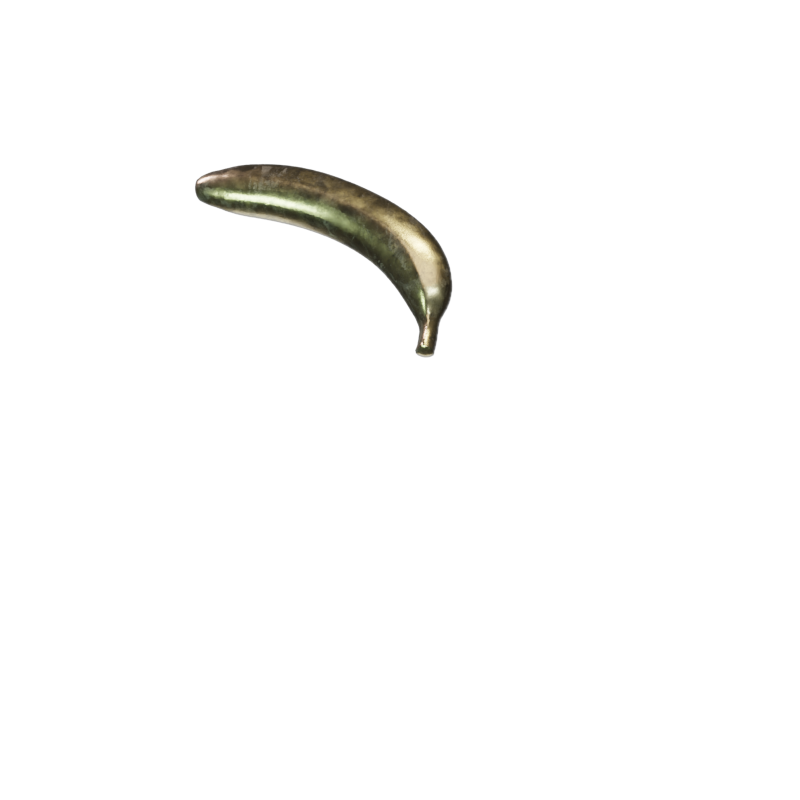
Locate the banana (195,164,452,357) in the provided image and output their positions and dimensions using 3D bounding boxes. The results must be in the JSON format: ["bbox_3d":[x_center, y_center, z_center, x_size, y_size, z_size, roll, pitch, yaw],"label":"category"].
[{"bbox_3d":[-0.038,-0.105,0.683,0.210,0.034,0.070,35,57,27],"label":"banana"}]
